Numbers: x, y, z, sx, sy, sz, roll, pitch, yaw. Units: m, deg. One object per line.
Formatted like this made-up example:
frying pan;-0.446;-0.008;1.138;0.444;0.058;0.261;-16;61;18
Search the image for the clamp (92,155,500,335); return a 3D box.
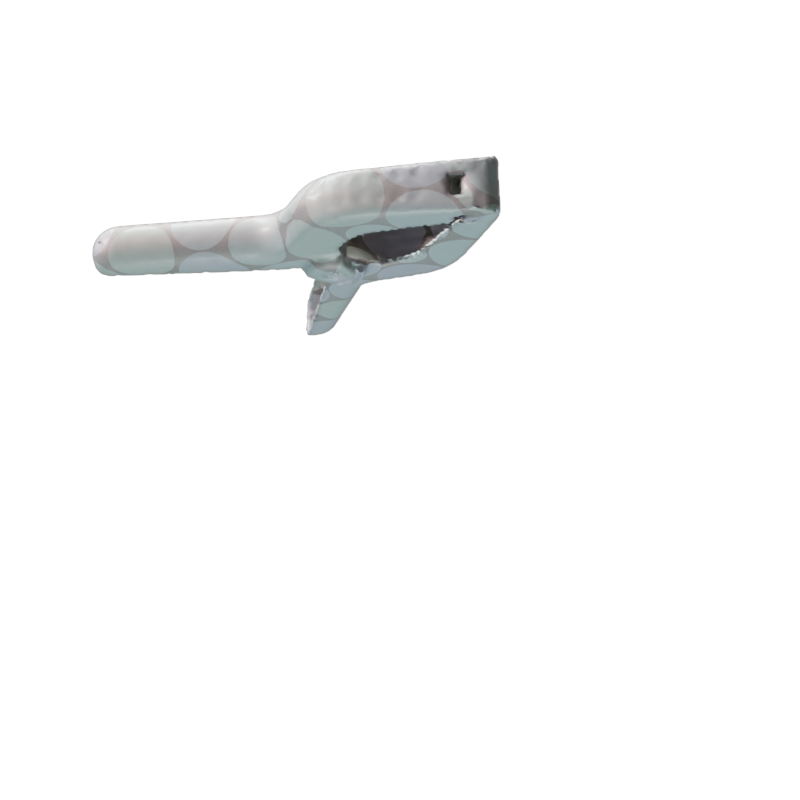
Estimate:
clamp;-0.043;-0.079;0.555;0.156;0.038;0.212;11;-18;-38
